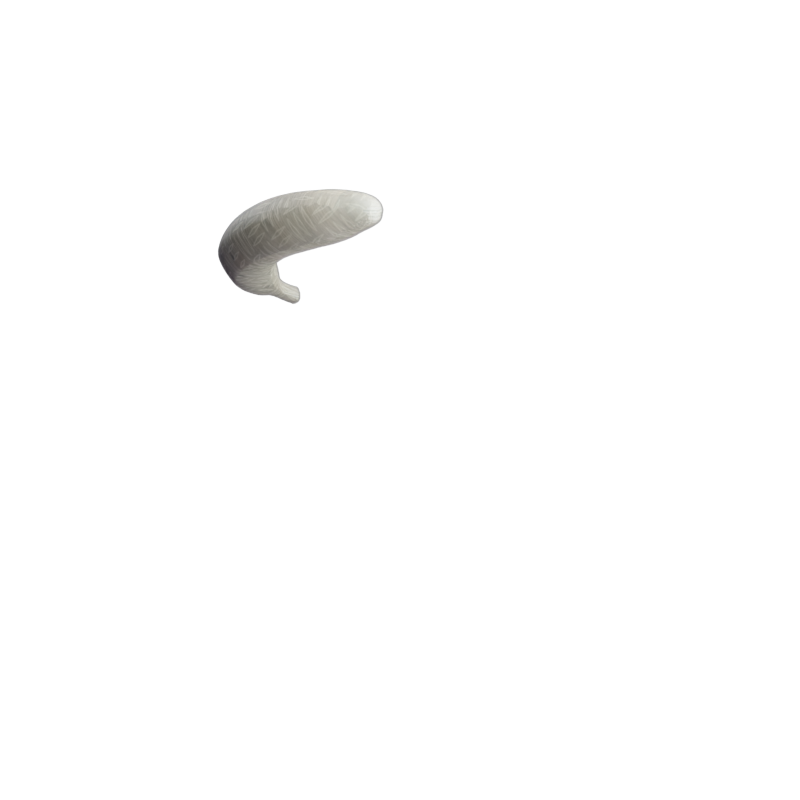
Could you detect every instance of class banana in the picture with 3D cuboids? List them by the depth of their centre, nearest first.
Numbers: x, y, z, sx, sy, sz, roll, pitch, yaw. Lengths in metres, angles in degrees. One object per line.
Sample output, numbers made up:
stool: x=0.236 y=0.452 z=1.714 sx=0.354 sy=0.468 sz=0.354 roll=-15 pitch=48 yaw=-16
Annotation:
banana: x=-0.072 y=-0.097 z=0.676 sx=0.068 sy=0.038 sz=0.197 roll=3 pitch=-8 yaw=-18
